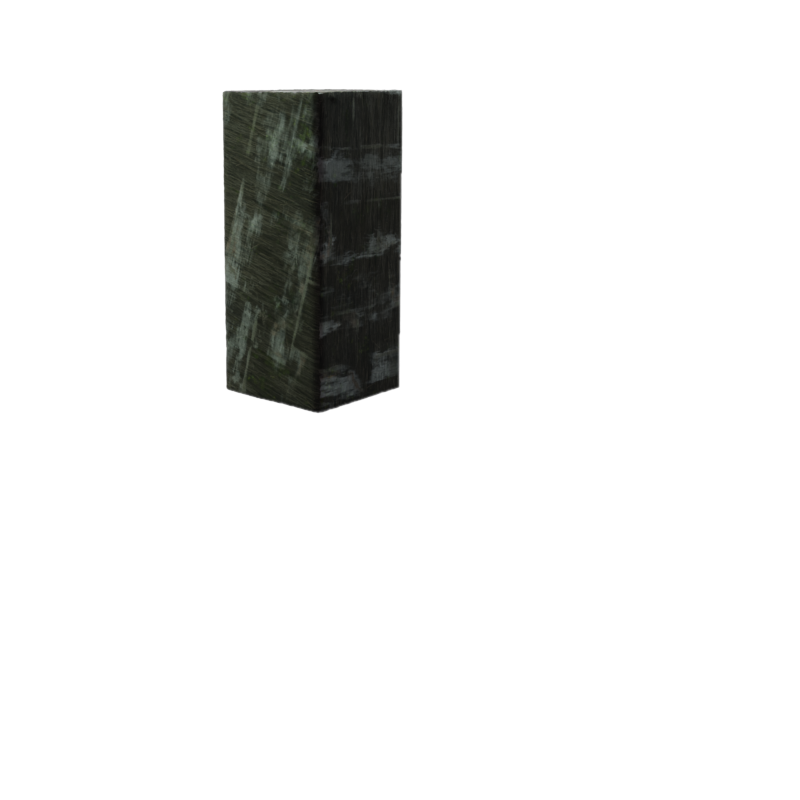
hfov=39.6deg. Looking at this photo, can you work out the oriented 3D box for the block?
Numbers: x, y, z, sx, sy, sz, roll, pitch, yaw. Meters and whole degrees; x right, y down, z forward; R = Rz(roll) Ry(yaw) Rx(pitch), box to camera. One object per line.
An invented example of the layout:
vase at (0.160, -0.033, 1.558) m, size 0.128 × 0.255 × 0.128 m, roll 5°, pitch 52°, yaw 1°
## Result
block at (-0.059, -0.108, 0.757) m, size 0.095 × 0.202 × 0.088 m, roll 9°, pitch 12°, yaw 39°
